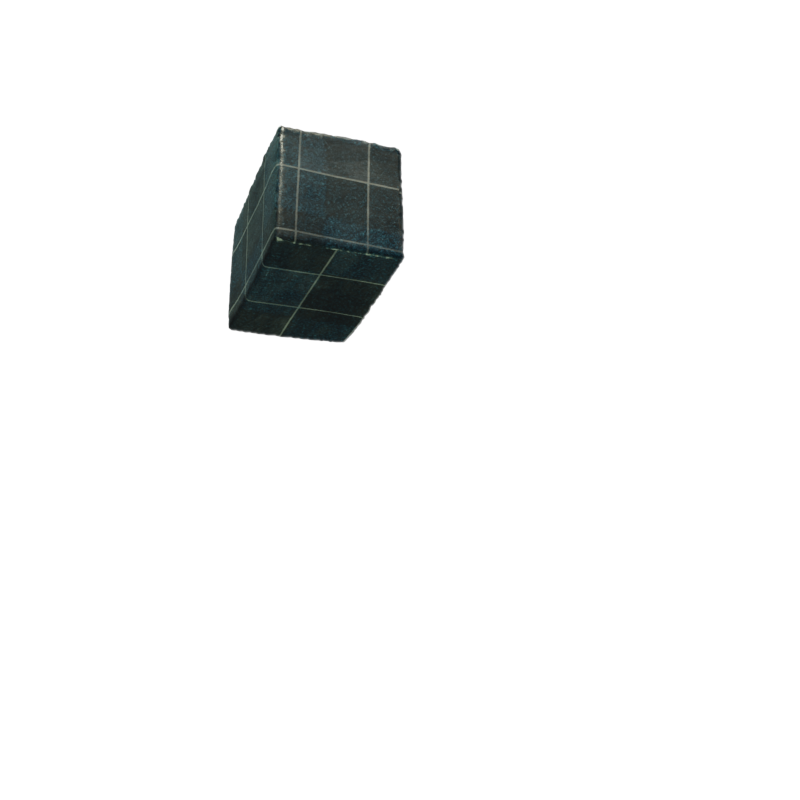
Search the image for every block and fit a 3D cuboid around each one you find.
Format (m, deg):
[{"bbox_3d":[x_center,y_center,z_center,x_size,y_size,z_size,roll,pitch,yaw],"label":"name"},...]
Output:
[{"bbox_3d":[-0.035,-0.064,0.450,0.051,0.054,0.075,9,-28,-18],"label":"block"}]
